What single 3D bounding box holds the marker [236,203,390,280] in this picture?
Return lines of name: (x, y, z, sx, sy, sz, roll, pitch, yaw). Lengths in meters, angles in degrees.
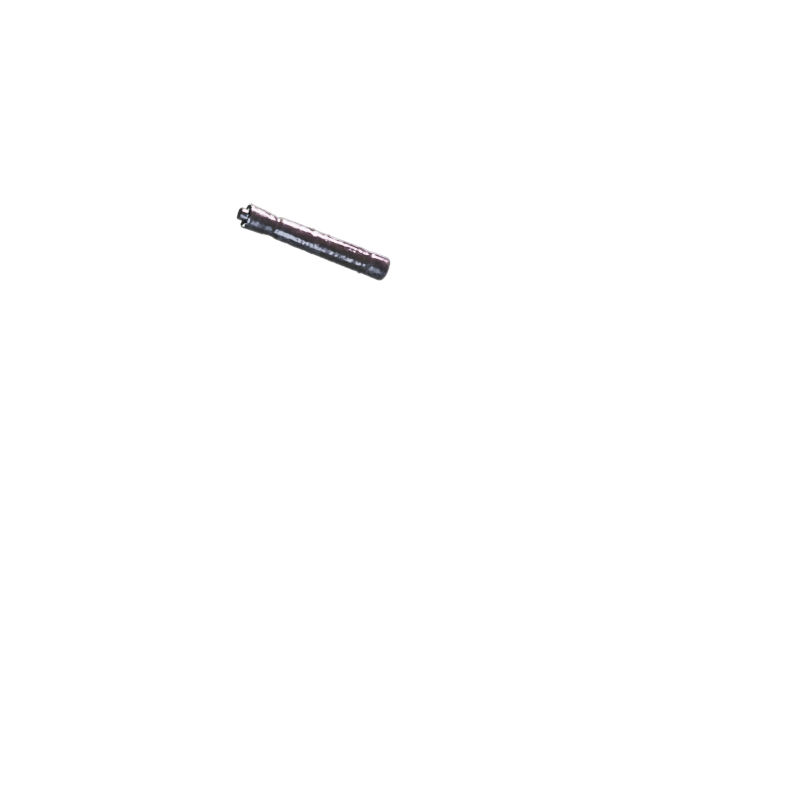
marker: (-0.064, -0.116, 0.814, 0.116, 0.020, 0.020, 19, -3, -19)
